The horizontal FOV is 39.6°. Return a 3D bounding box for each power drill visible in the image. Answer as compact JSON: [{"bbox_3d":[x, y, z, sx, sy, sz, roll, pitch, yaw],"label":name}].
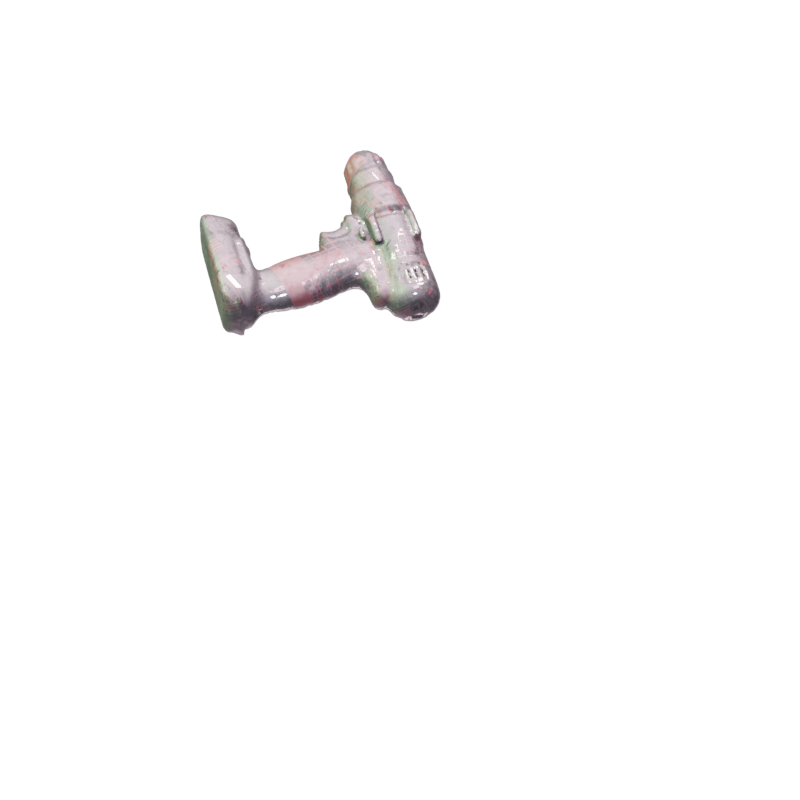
[{"bbox_3d":[-0.075,-0.137,0.960,0.186,0.199,0.053,-12,-37,-10],"label":"power drill"}]
